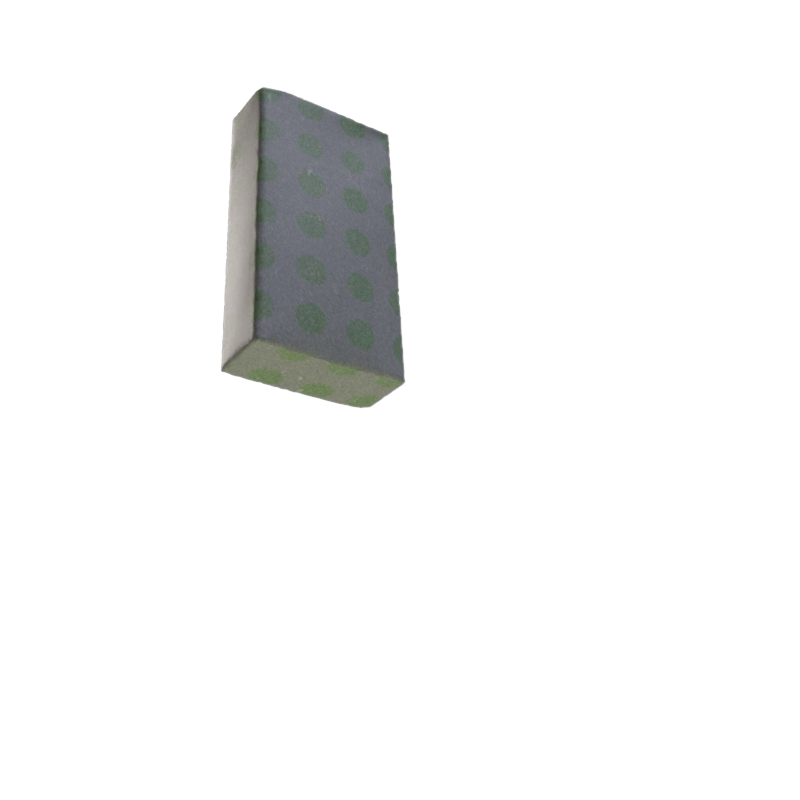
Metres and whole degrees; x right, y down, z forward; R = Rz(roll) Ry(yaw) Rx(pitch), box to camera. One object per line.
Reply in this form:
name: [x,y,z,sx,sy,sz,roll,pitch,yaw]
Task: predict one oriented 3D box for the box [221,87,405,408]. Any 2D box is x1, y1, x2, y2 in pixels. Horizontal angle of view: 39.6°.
box: [-0.049,-0.089,0.625,0.089,0.188,0.047,16,-36,-28]
